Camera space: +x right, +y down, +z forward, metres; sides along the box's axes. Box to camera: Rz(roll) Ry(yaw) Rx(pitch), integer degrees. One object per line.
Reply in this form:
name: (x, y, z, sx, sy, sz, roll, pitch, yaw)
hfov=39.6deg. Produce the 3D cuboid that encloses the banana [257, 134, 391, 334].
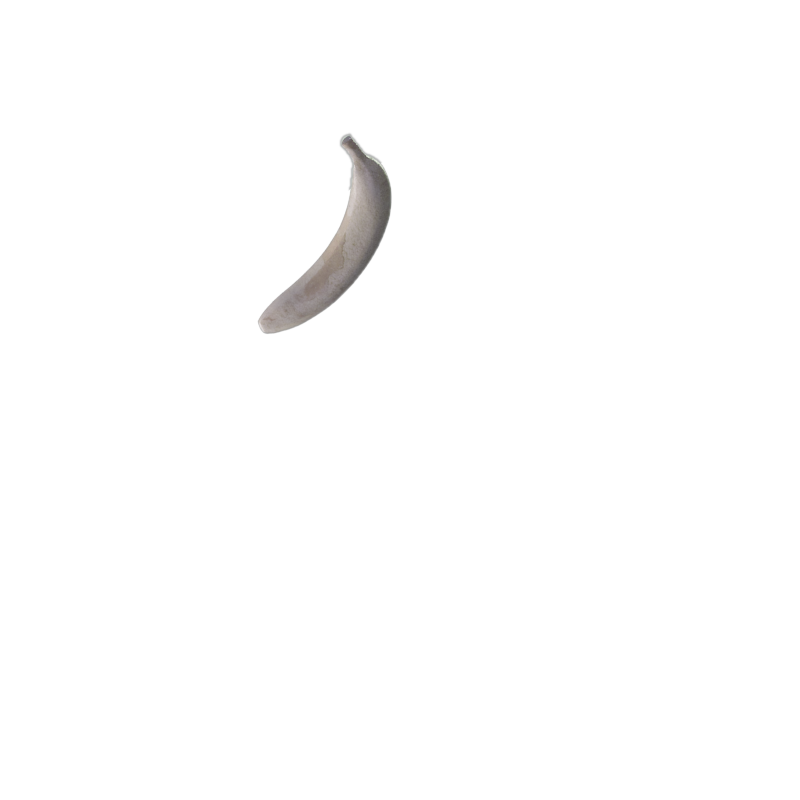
banana: (-0.056, -0.132, 0.951, 0.068, 0.191, 0.039, 22, 23, -11)
